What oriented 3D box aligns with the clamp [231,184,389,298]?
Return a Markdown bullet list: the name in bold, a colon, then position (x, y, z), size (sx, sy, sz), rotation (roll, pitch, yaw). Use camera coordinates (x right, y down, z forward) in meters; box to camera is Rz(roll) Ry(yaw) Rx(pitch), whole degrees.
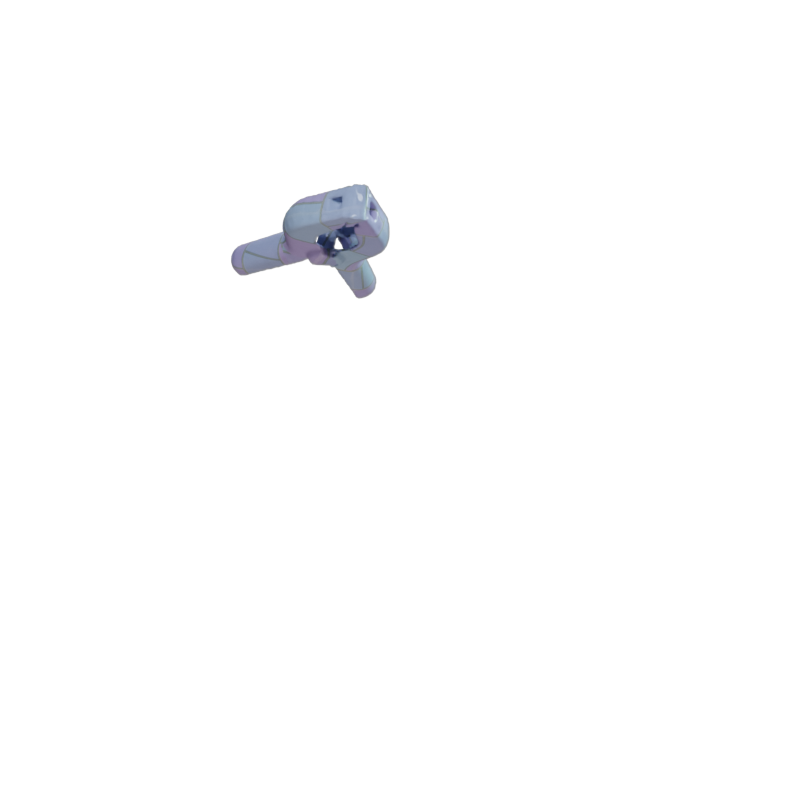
- **clamp**: position (-0.066, -0.120, 0.844), size (0.119, 0.041, 0.165), rotation (3, -18, -9)
